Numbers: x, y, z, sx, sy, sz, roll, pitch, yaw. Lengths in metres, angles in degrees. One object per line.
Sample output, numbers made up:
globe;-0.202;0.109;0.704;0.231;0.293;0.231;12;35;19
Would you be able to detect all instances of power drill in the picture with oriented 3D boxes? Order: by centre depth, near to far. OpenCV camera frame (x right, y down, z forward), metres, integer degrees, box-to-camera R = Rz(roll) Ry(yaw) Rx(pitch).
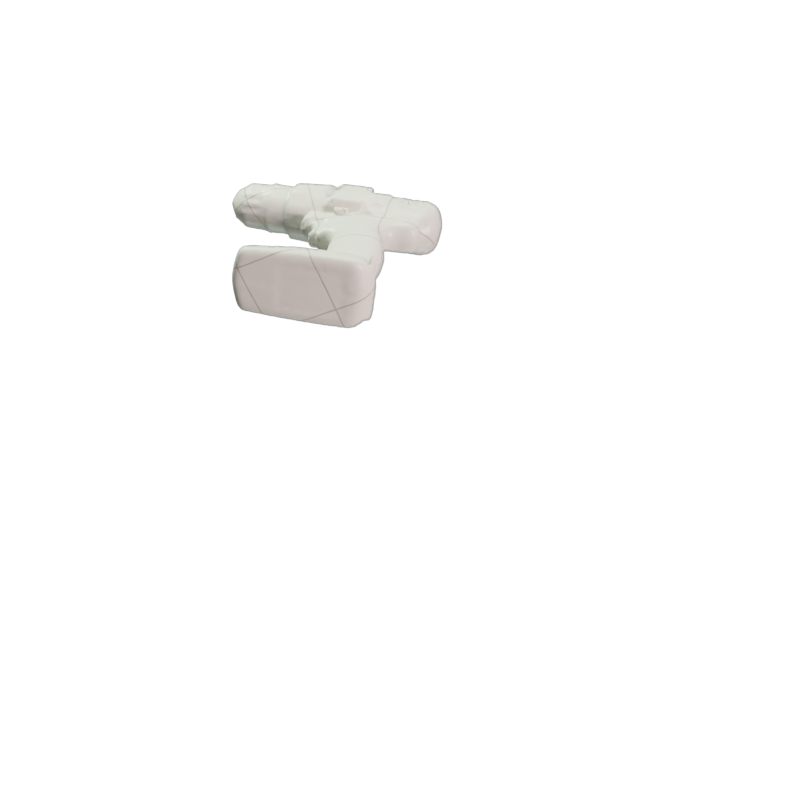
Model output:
power drill;-0.070;-0.128;0.895;0.188;0.054;0.194;7;29;12
